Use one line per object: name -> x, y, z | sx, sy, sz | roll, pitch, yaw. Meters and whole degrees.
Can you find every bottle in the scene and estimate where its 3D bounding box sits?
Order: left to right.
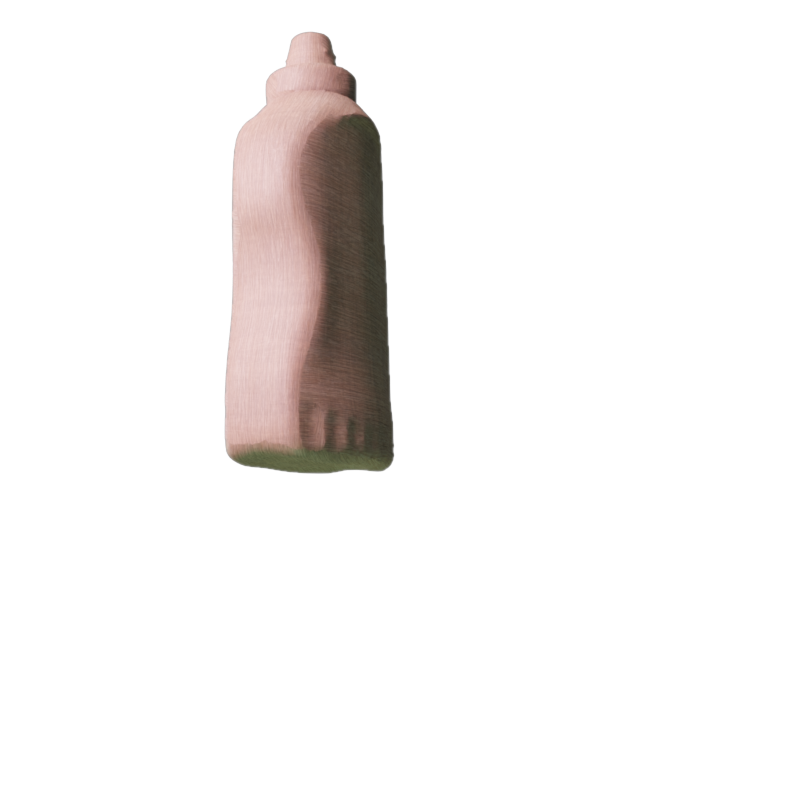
bottle -> -0.038, -0.068, 0.478 | 0.060, 0.199, 0.091 | -8, -16, 24
